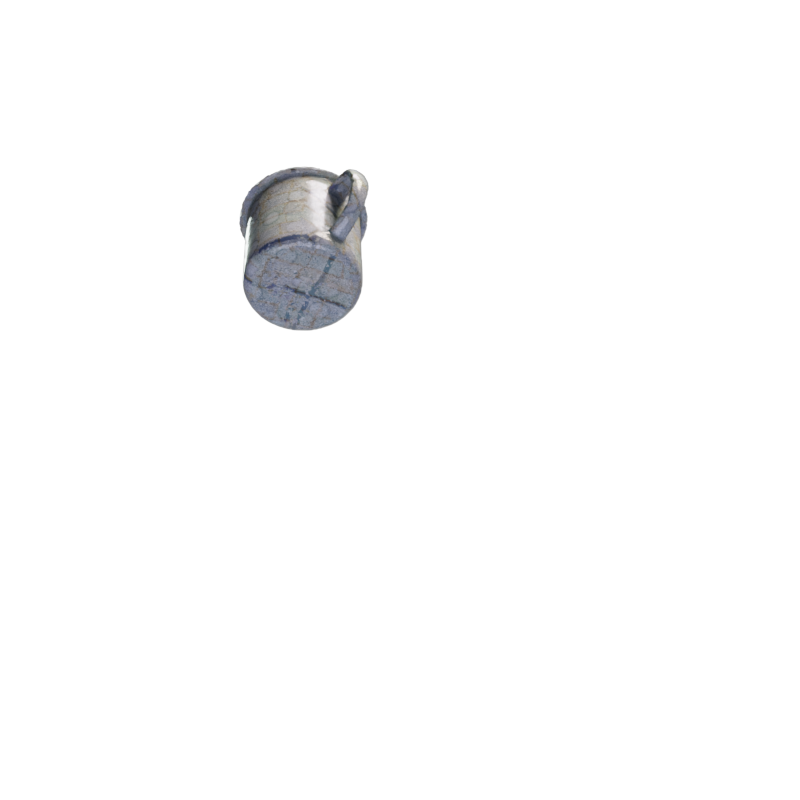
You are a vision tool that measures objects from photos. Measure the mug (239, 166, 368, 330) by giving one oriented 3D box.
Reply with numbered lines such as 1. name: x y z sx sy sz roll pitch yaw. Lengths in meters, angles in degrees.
1. mug: -0.060 -0.110 0.770 0.089 0.087 0.115 32 -58 -25
